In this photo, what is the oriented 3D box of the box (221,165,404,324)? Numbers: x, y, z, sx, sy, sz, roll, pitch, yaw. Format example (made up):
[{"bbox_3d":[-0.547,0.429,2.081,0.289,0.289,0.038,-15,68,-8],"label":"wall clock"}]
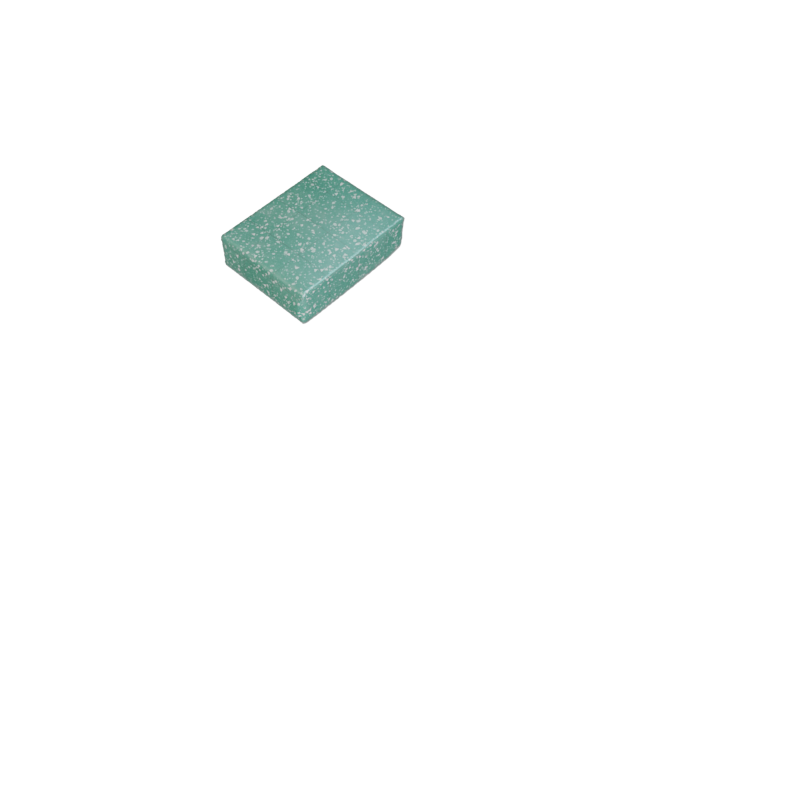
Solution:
[{"bbox_3d":[-0.067,-0.121,0.851,0.095,0.036,0.115,36,58,26],"label":"box"}]
